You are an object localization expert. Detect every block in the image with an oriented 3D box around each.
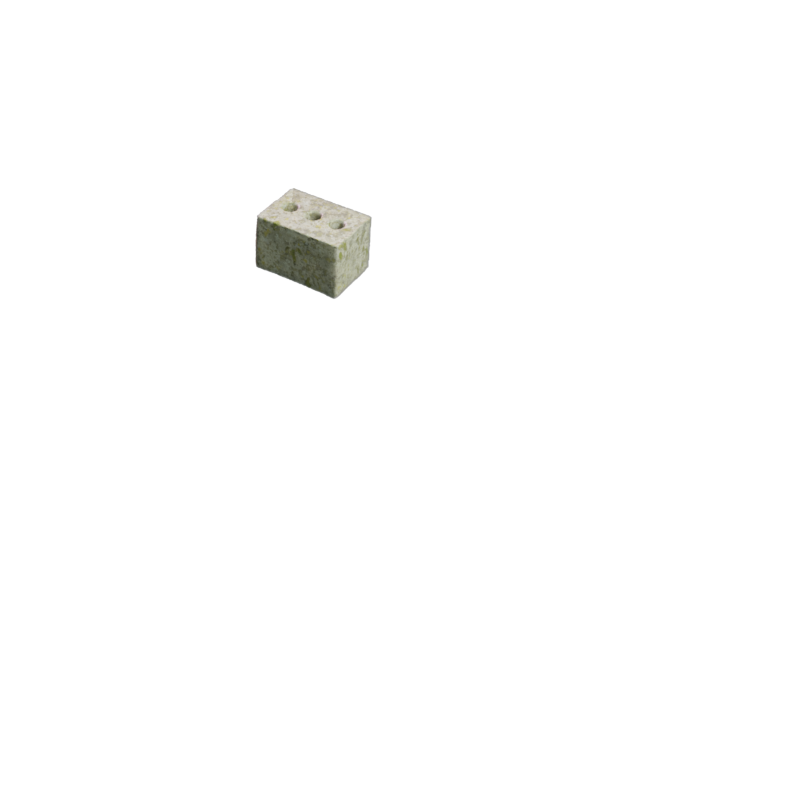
[{"bbox_3d":[-0.069,-0.125,0.875,0.082,0.048,0.054,22,44,24],"label":"block"}]
